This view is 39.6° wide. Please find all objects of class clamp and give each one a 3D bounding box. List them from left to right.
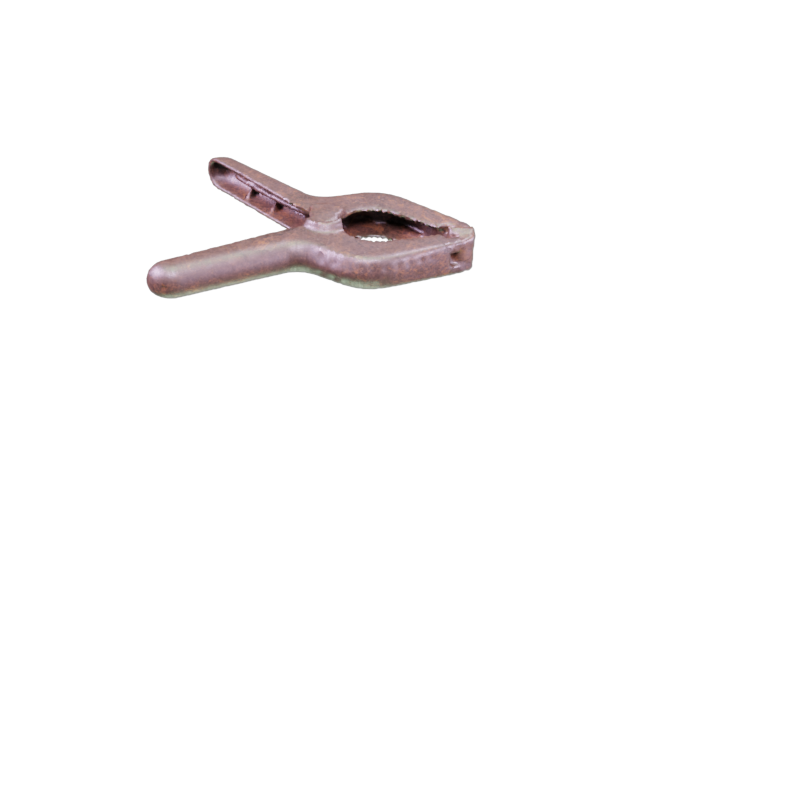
[{"bbox_3d":[-0.058,-0.106,0.745,0.215,0.034,0.172,10,39,12],"label":"clamp"}]
